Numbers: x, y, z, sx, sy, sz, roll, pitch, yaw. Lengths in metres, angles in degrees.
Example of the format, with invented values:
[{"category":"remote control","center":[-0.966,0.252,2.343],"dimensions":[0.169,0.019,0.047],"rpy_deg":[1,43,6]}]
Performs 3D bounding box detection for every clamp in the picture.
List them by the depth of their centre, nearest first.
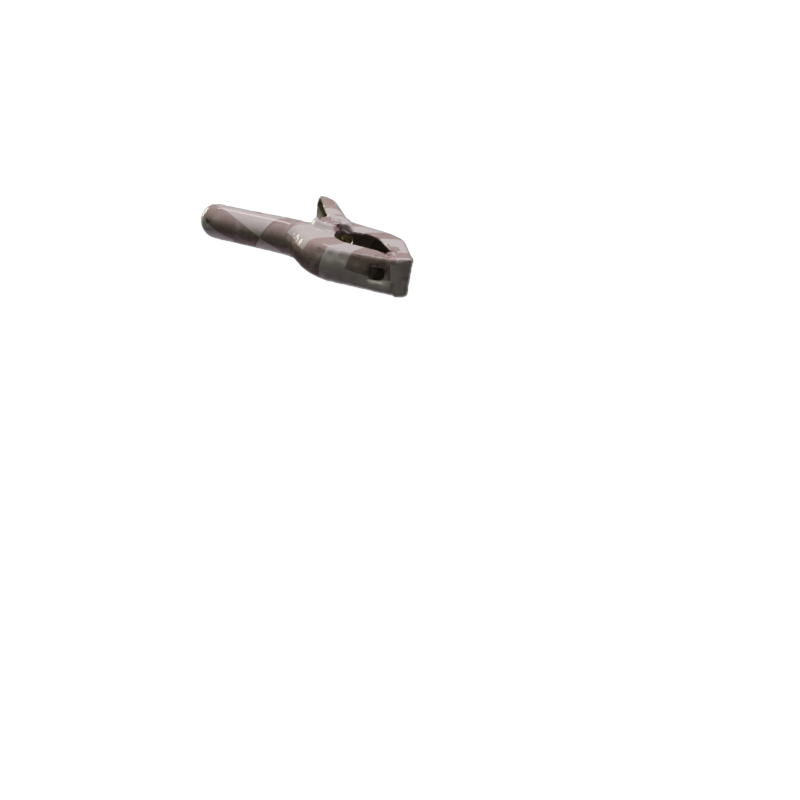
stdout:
[{"category":"clamp","center":[-0.062,-0.112,0.786],"dimensions":[0.118,0.037,0.183],"rpy_deg":[-13,27,-28]}]
